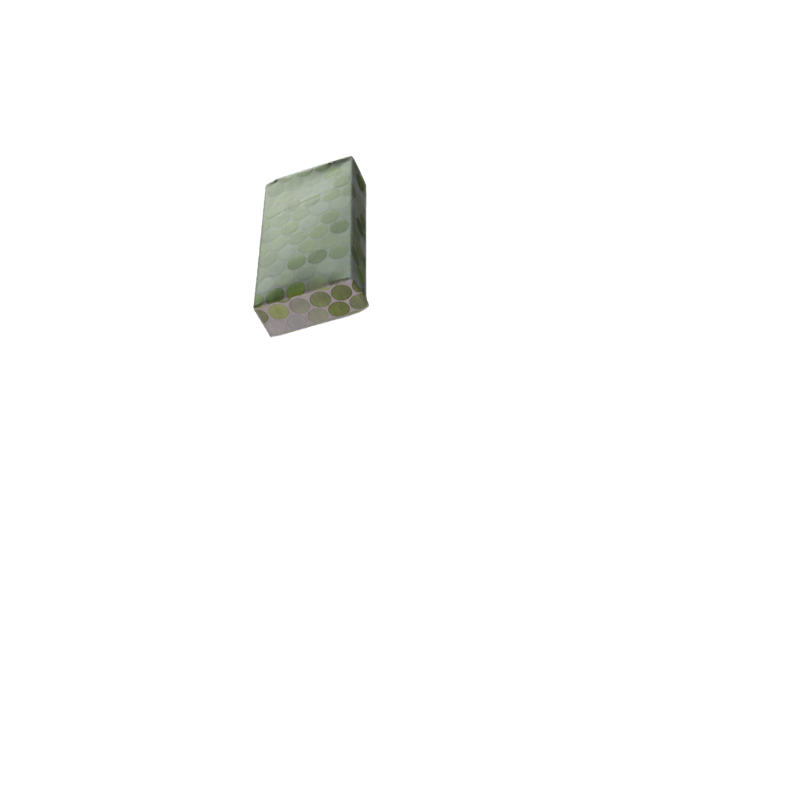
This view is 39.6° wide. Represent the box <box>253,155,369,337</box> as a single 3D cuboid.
[{"bbox_3d":[-0.078,-0.142,0.996,0.094,0.189,0.044,-16,-45,13],"label":"box"}]
